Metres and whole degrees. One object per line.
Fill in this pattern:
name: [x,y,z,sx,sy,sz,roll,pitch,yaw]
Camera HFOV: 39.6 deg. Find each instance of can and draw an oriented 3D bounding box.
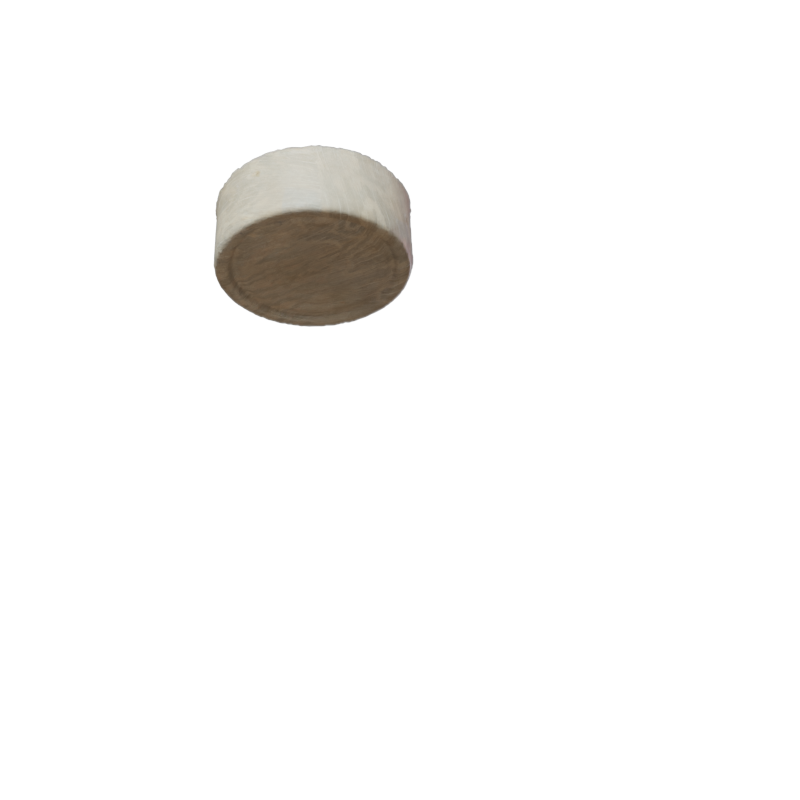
can: [-0.037,-0.068,0.477,0.086,0.036,0.080,1,-34,-2]
